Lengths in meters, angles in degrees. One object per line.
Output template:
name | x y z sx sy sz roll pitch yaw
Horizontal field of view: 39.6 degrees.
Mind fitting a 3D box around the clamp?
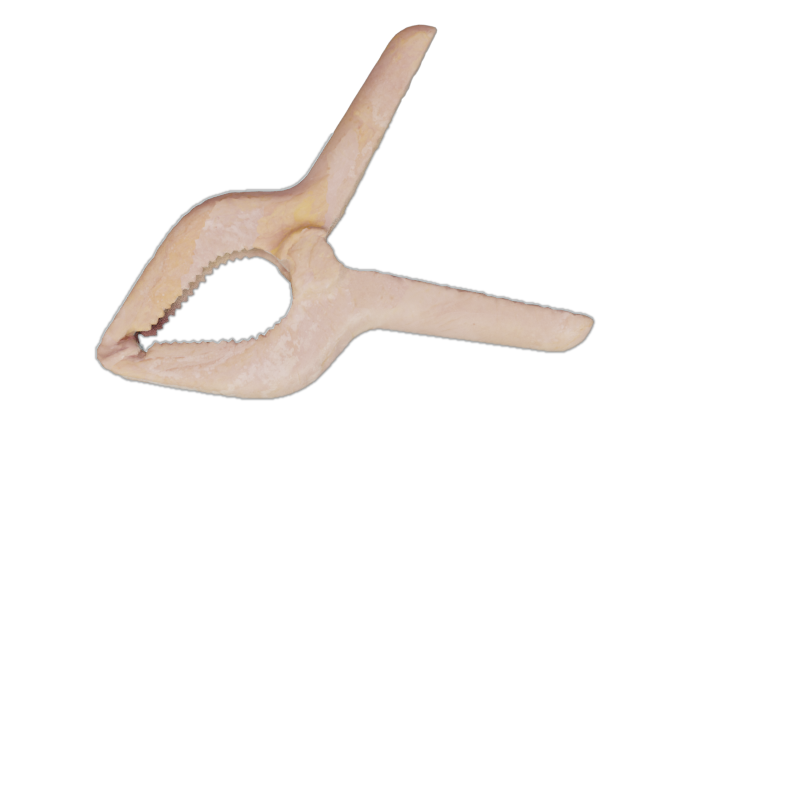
clamp | -0.039 -0.071 0.497 0.209 0.170 0.035 -19 -12 -4
